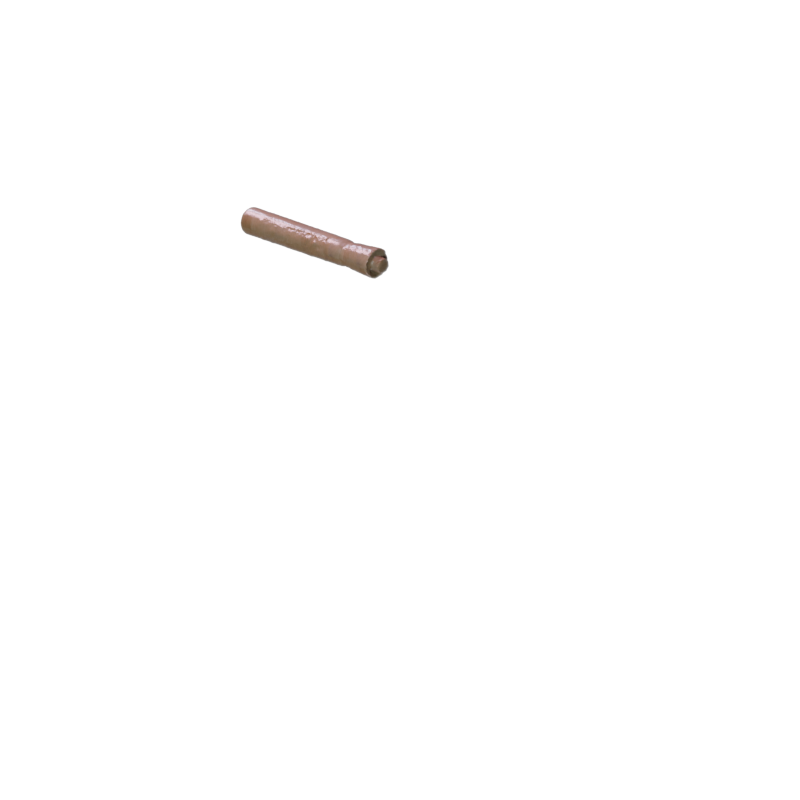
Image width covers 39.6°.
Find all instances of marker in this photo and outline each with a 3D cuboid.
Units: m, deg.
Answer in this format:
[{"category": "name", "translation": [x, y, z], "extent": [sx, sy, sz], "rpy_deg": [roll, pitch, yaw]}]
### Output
[{"category": "marker", "translation": [-0.054, -0.099, 0.697], "extent": [0.129, 0.019, 0.019], "rpy_deg": [24, 19, 40]}]
